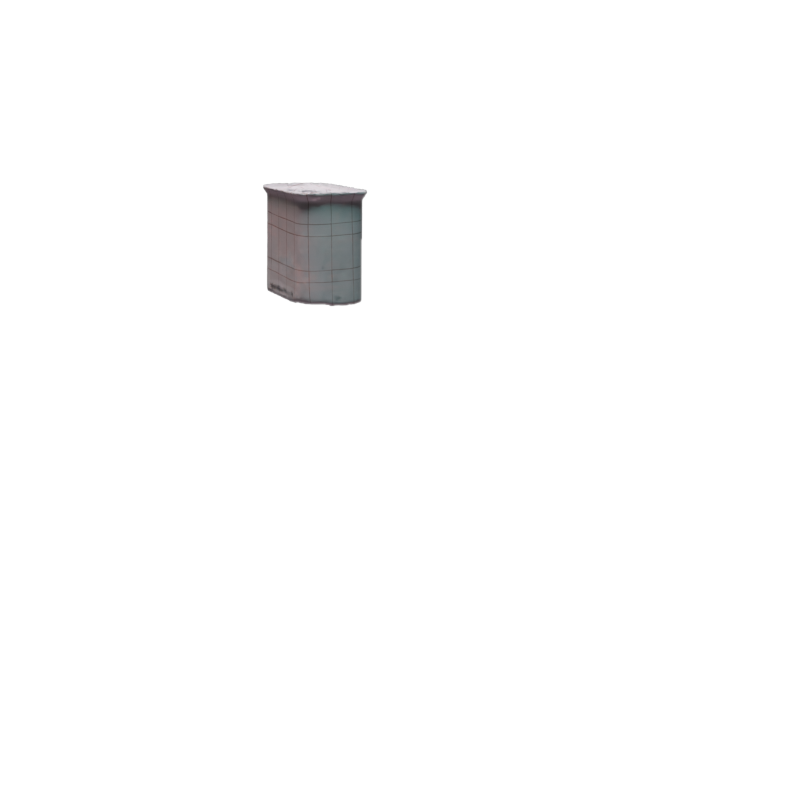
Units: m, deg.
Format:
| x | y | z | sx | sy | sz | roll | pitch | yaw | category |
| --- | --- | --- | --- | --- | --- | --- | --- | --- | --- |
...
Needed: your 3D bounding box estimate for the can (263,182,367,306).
| x | y | z | sx | sy | sz | roll | pitch | yaw | category |
| --- | --- | --- | --- | --- | --- | --- | --- | --- | --- |
| -0.066 | -0.120 | 0.843 | 0.056 | 0.082 | 0.107 | -4 | 13 | -23 | can |
